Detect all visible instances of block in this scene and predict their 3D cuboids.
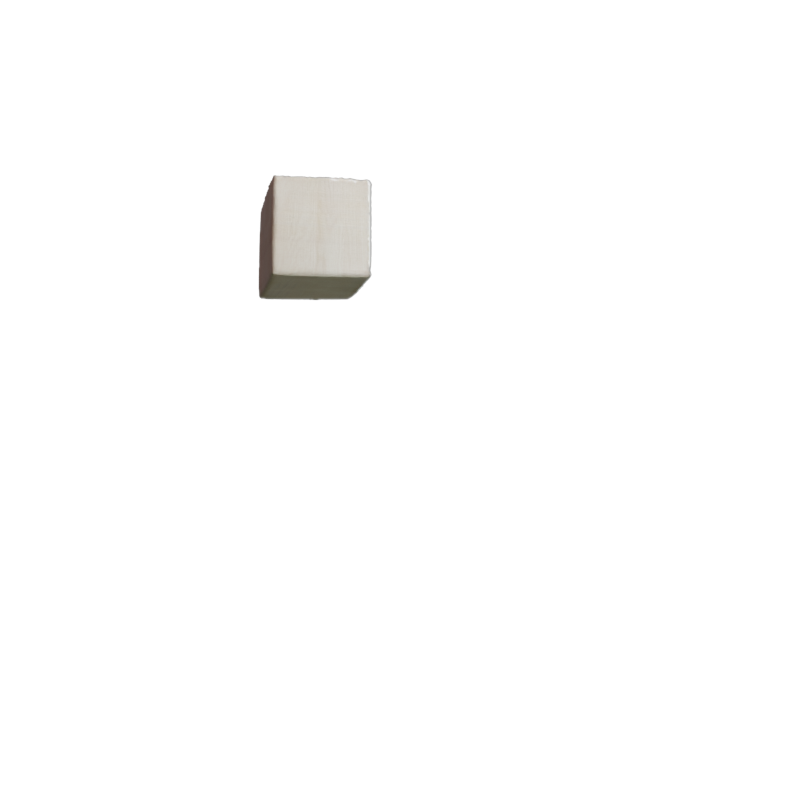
[{"bbox_3d":[-0.046,-0.085,0.593,0.052,0.052,0.077,1,-7,-11],"label":"block"}]
